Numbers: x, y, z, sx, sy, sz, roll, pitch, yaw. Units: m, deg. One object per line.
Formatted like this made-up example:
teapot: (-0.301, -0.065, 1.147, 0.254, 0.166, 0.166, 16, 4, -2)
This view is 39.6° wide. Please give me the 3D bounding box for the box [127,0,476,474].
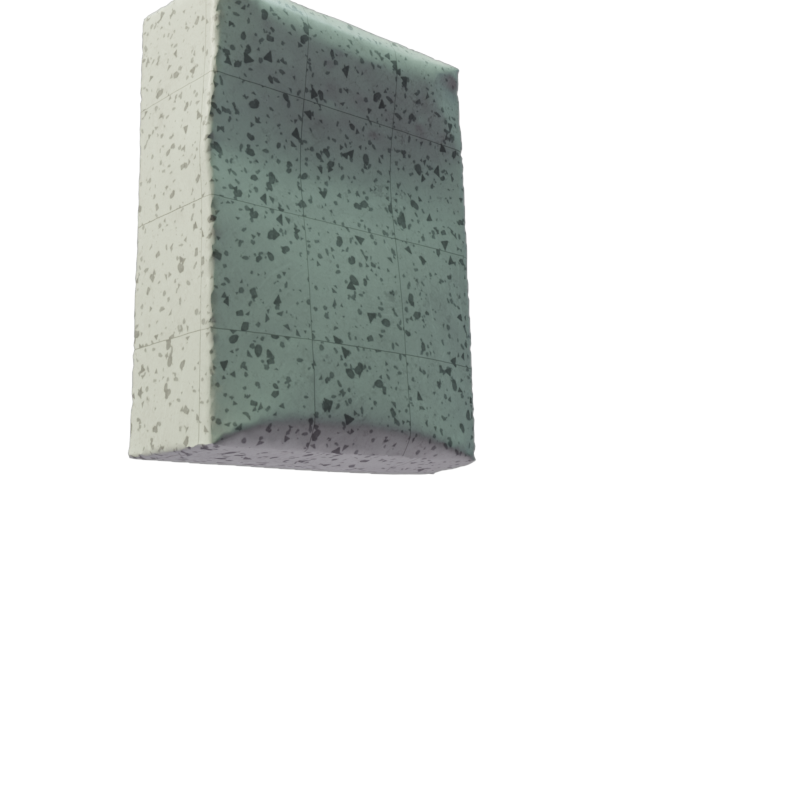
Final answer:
box: (-0.042, -0.076, 0.534, 0.156, 0.222, 0.073, 11, -19, -41)
